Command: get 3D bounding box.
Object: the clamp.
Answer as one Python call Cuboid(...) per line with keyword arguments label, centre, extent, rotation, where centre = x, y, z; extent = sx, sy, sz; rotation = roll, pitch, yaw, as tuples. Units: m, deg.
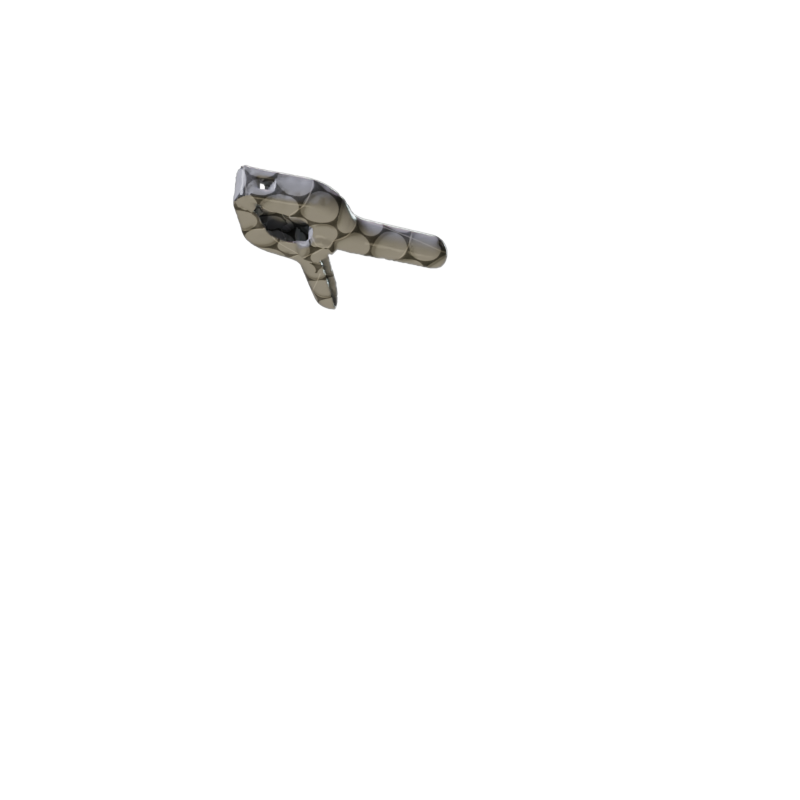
Cuboid(label="clamp", centre=(-0.064, -0.116, 0.811), extent=(0.161, 0.042, 0.119), rotation=(25, -41, -33))
